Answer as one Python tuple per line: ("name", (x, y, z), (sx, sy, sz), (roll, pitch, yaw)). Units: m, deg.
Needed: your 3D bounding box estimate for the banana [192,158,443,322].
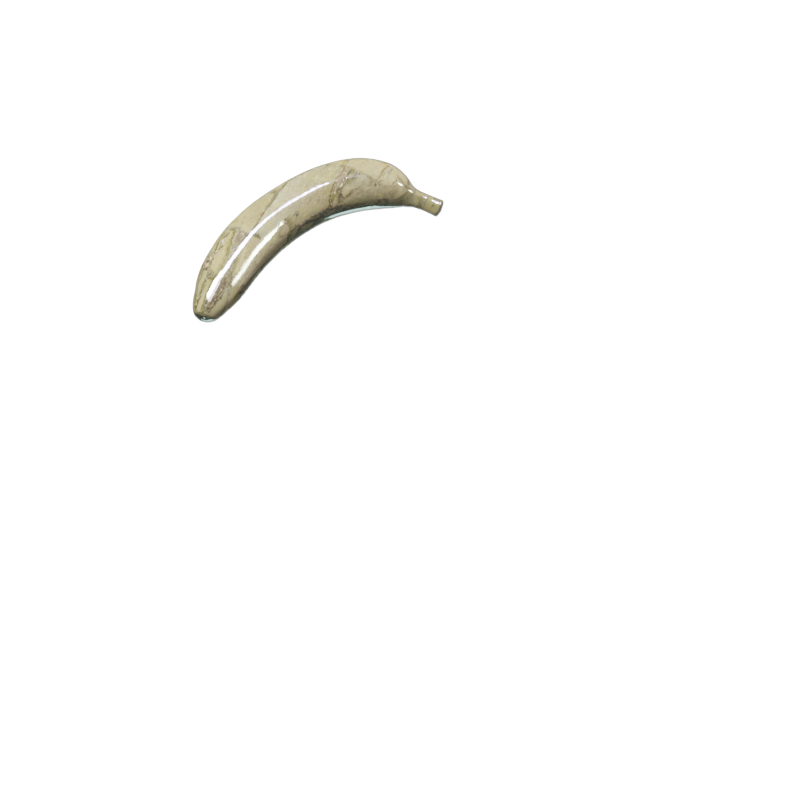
("banana", (-0.066, -0.120, 0.749), (0.197, 0.034, 0.075), (-29, 56, -23))
